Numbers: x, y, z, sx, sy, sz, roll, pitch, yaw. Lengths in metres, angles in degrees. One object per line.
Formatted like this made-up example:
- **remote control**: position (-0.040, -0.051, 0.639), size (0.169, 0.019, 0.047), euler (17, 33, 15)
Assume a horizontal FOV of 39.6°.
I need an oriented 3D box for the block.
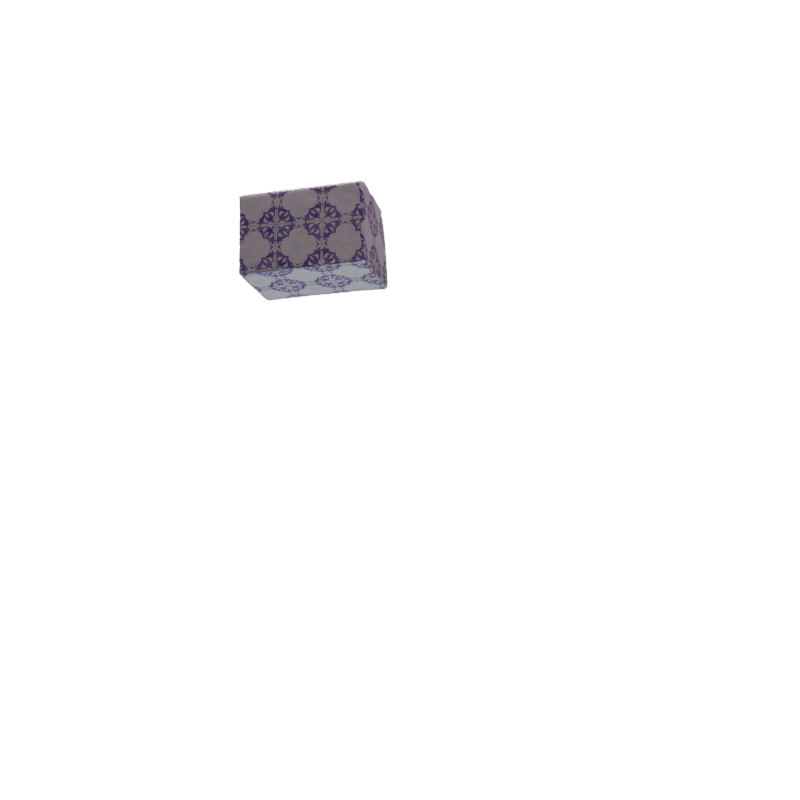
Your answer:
- **block**: position (-0.052, -0.094, 0.658), size (0.079, 0.054, 0.050), euler (-4, -17, 14)
